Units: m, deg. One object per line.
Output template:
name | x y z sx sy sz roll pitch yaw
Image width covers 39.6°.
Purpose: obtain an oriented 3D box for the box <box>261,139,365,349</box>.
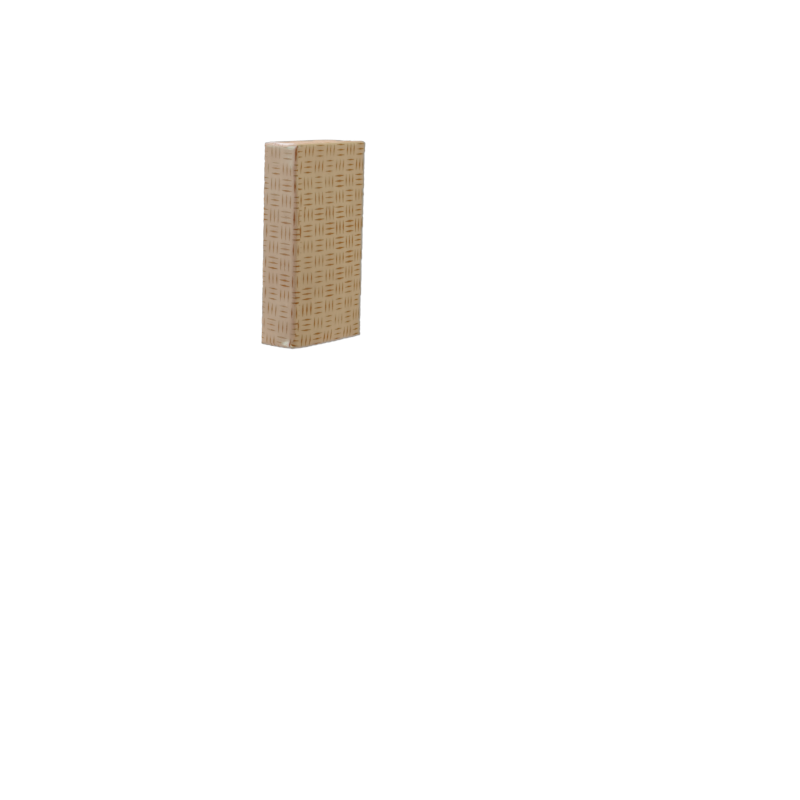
box | -0.076 -0.138 0.967 0.050 0.173 0.091 6 10 38
